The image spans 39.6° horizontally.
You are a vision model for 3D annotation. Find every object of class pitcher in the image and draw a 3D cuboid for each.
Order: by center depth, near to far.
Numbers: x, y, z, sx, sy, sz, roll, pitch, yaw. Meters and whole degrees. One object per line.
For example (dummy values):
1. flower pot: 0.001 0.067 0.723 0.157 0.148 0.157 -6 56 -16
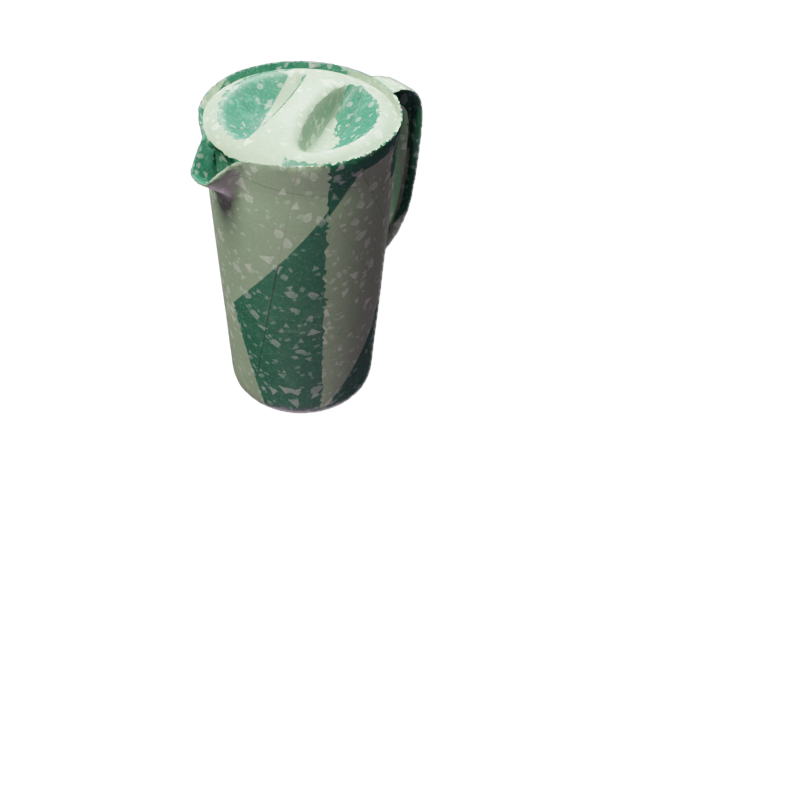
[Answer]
1. pitcher: -0.062 -0.114 0.797 0.149 0.226 0.155 3 42 0
